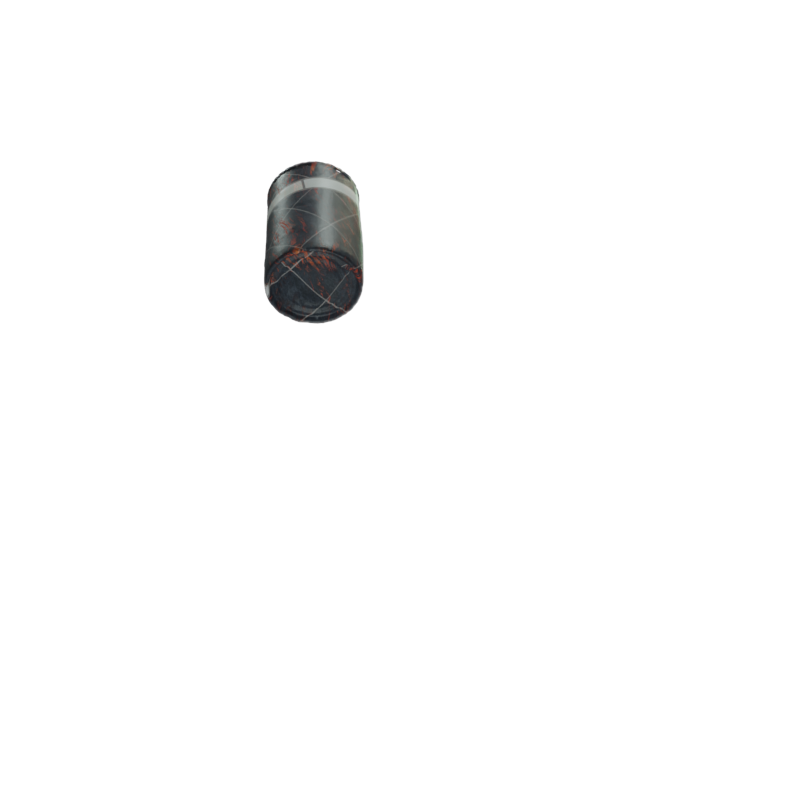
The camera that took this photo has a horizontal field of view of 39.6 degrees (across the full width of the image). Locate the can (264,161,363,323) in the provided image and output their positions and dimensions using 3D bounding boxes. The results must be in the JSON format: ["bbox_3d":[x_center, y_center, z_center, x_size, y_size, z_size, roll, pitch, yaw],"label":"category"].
[{"bbox_3d":[-0.061,-0.110,0.773,0.068,0.064,0.110,-1,41,-3],"label":"can"}]
